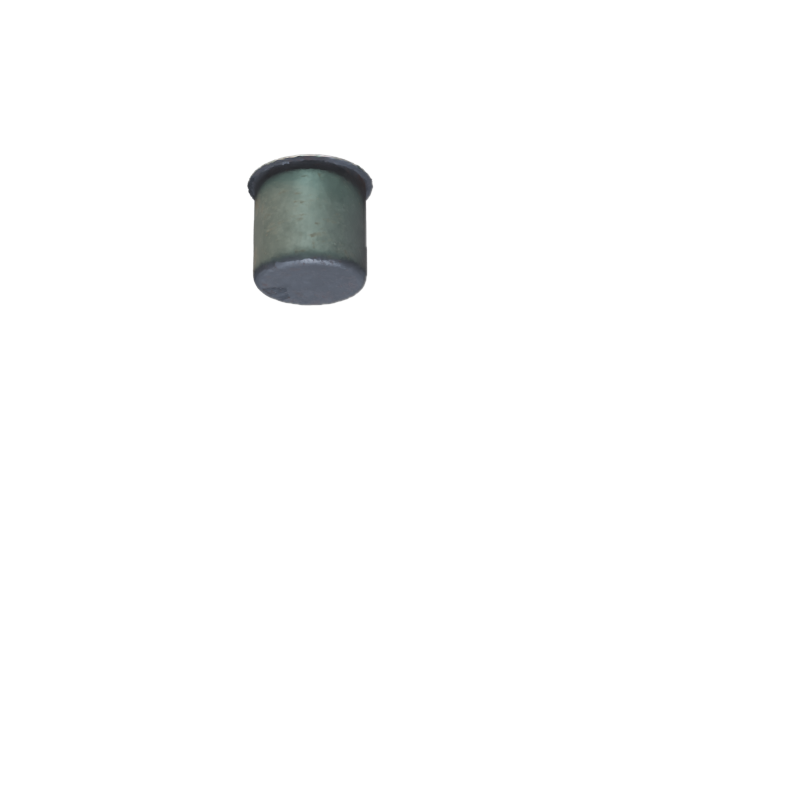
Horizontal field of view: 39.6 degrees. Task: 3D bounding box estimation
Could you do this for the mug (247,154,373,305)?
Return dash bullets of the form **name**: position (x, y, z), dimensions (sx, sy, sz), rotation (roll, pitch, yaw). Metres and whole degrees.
- **mug**: position (-0.064, -0.116, 0.814), dimensions (0.094, 0.086, 0.110), rotation (-4, -22, 8)
